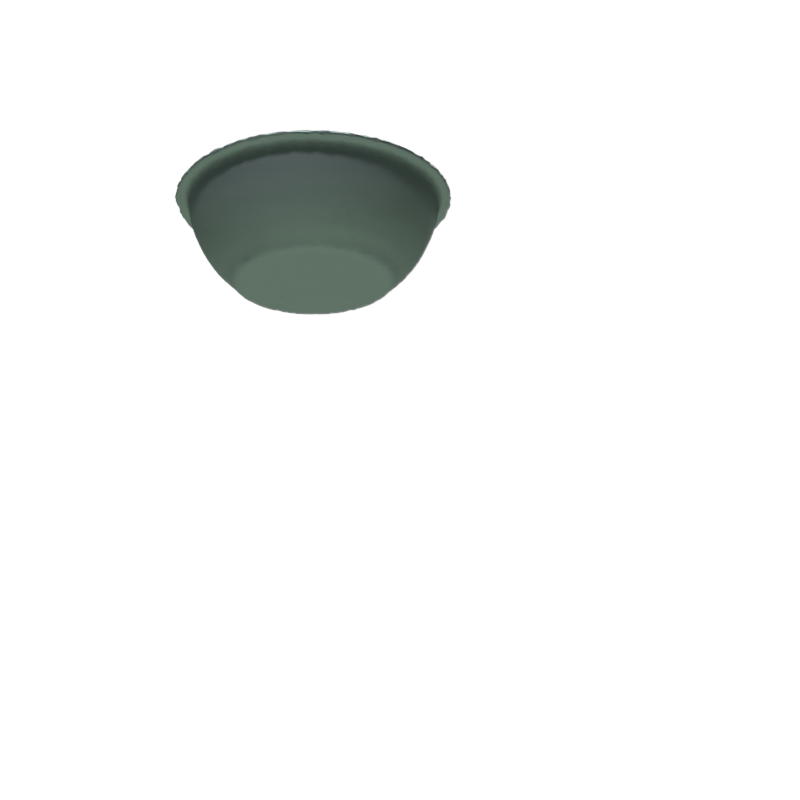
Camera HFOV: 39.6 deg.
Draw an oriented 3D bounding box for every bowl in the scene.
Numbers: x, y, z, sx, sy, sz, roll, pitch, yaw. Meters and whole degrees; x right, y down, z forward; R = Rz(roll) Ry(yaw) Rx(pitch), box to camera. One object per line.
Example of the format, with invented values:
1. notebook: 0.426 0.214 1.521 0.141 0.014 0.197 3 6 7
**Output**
1. bowl: -0.050 -0.092 0.642 0.162 0.058 0.154 1 -20 -2
